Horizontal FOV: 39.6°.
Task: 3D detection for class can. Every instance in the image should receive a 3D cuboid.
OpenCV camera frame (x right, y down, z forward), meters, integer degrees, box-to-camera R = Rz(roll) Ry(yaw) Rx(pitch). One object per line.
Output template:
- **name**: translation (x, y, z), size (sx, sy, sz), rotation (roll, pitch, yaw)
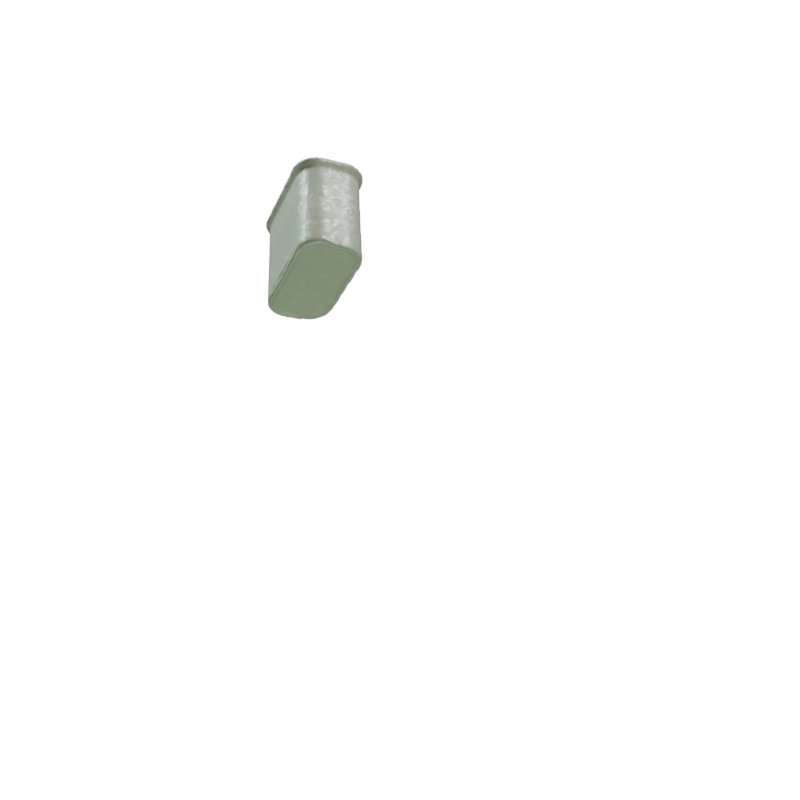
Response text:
- **can**: translation (-0.068, -0.123, 0.864), size (0.056, 0.090, 0.098), rotation (13, -38, -19)
